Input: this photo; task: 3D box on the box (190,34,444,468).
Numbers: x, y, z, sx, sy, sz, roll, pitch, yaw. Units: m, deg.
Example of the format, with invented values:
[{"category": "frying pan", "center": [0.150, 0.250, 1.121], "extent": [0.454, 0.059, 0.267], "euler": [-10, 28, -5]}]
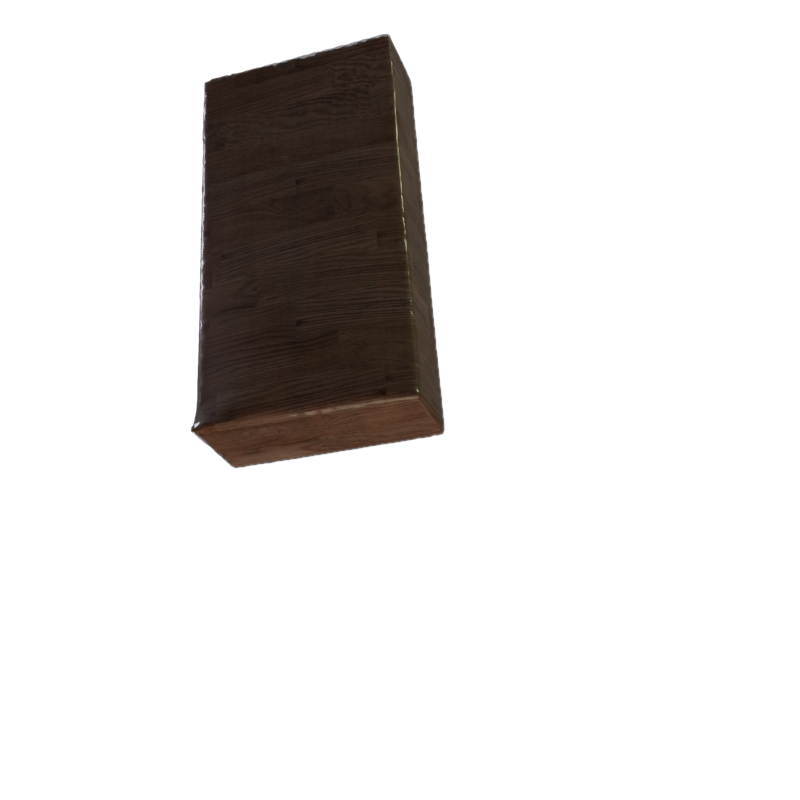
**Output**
[{"category": "box", "center": [-0.036, -0.067, 0.470], "extent": [0.094, 0.188, 0.044], "euler": [-11, -33, 15]}]
